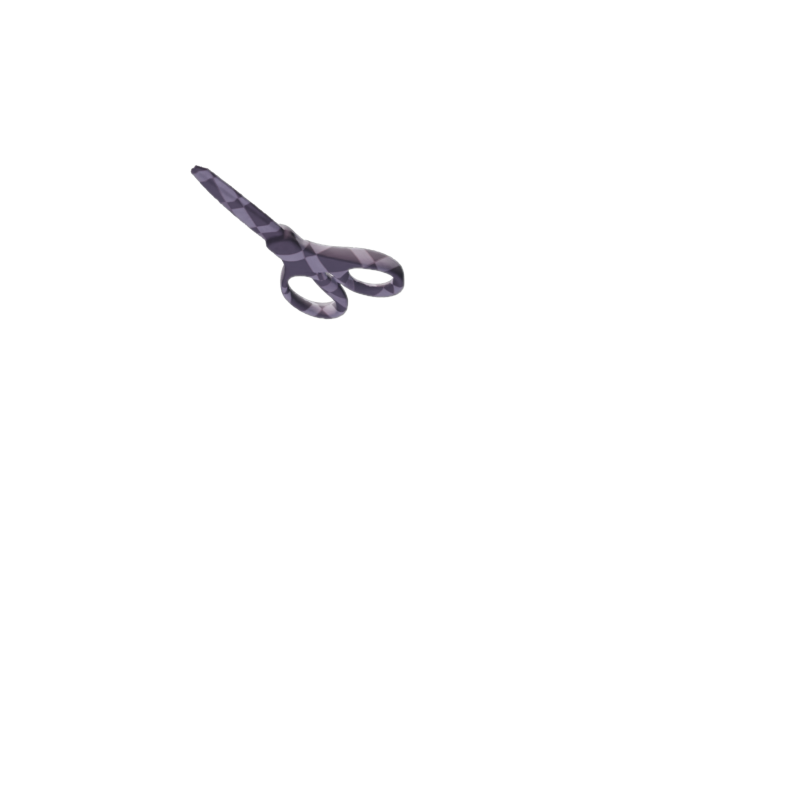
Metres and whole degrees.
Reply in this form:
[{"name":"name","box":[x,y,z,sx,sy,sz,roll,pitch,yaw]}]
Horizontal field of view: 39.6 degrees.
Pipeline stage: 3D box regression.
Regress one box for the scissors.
[{"name":"scissors","box":[-0.056,-0.103,0.720,0.097,0.017,0.188,-5,-24,11]}]
